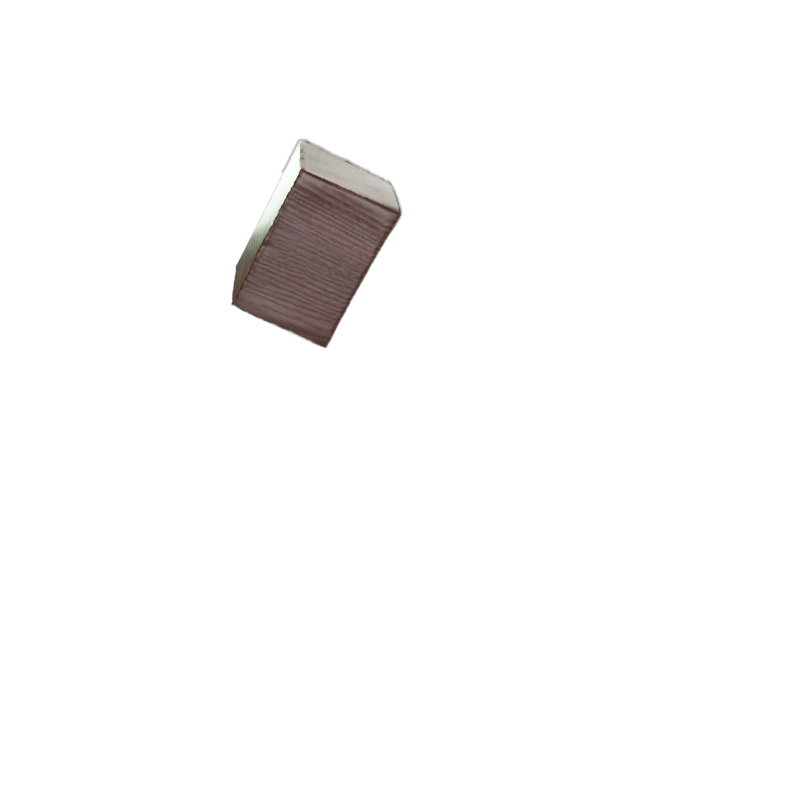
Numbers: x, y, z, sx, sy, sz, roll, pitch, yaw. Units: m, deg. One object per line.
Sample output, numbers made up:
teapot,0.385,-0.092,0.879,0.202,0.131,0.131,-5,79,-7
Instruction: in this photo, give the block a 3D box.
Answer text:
block,-0.042,-0.076,0.532,0.051,0.076,0.054,26,21,-14
